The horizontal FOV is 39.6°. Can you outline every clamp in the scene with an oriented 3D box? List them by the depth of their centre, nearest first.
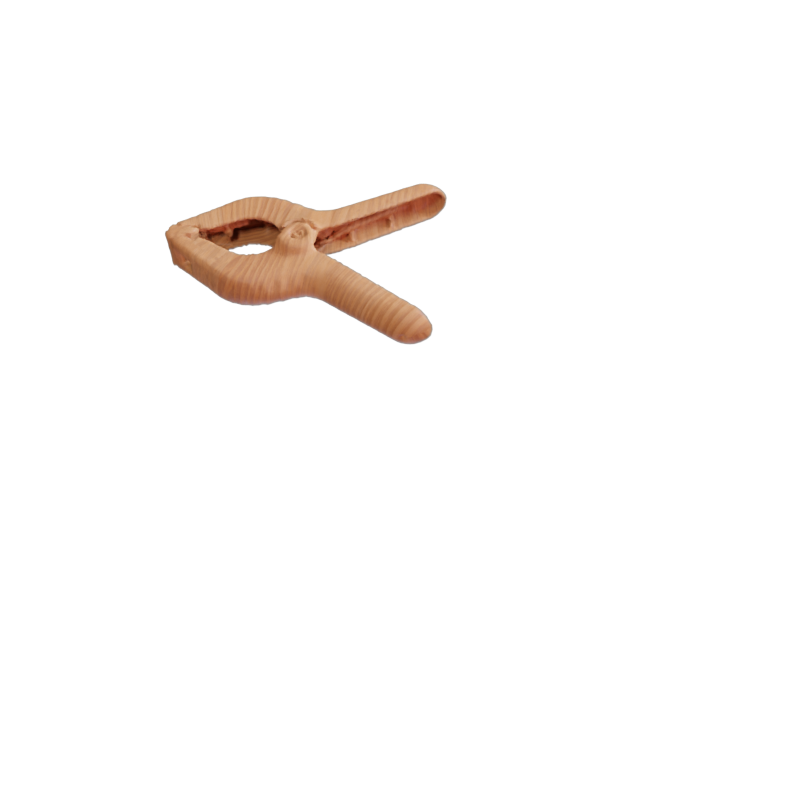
[{"bbox_3d":[-0.053,-0.096,0.672,0.175,0.036,0.126,12,46,12],"label":"clamp"}]
